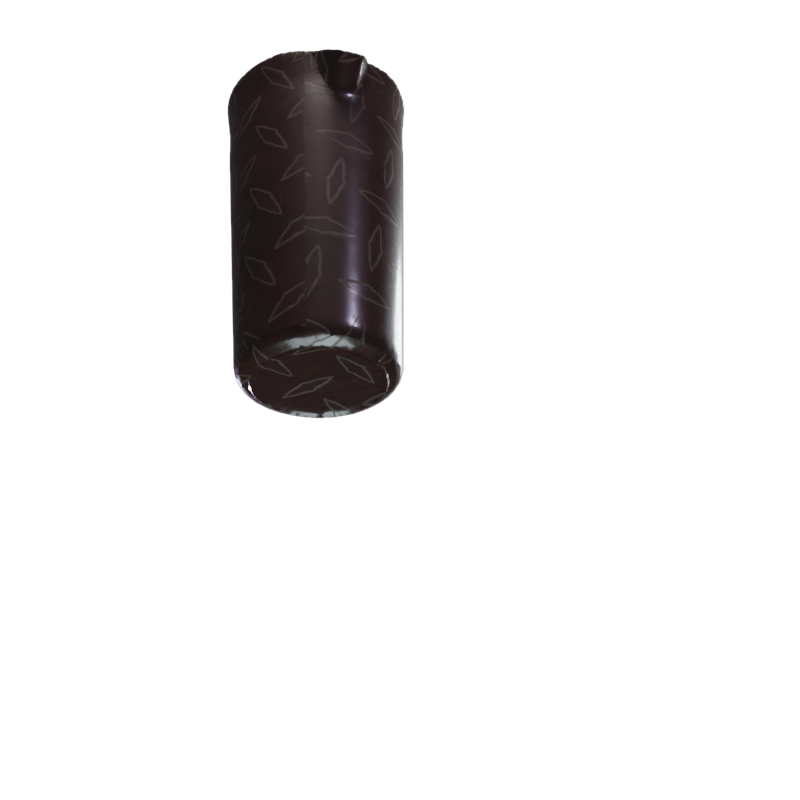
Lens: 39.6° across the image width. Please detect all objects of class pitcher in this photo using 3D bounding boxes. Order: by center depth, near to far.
[{"bbox_3d":[-0.061,-0.111,0.776,0.146,0.260,0.138,-16,-36,19],"label":"pitcher"}]
